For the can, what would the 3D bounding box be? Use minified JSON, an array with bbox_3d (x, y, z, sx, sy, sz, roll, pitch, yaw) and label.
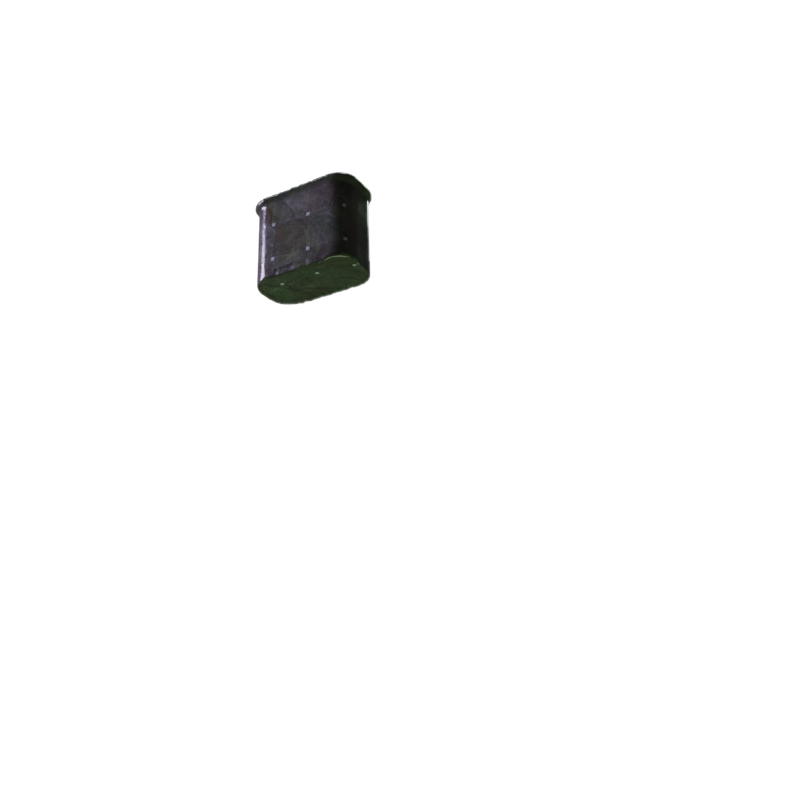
[{"bbox_3d":[-0.075,-0.136,0.950,0.103,0.089,0.053,-16,-33,25],"label":"can"}]
